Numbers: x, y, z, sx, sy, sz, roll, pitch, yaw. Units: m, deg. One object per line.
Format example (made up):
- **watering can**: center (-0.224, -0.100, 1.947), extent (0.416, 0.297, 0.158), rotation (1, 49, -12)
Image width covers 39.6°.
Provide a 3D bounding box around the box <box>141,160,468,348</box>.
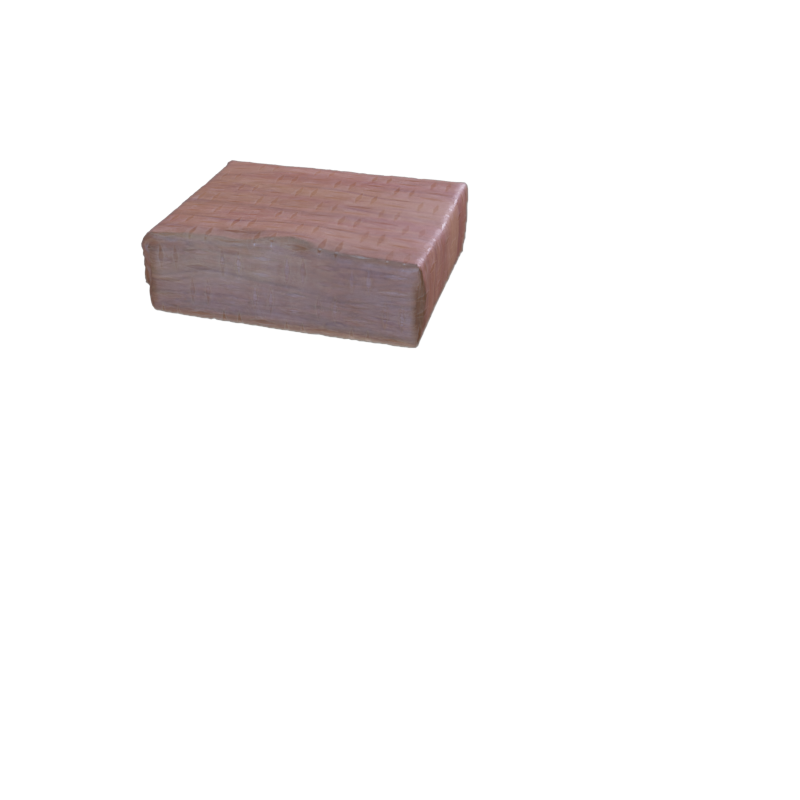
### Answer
- **box**: center (-0.028, -0.052, 0.362), extent (0.091, 0.028, 0.075), rotation (8, 30, 14)
